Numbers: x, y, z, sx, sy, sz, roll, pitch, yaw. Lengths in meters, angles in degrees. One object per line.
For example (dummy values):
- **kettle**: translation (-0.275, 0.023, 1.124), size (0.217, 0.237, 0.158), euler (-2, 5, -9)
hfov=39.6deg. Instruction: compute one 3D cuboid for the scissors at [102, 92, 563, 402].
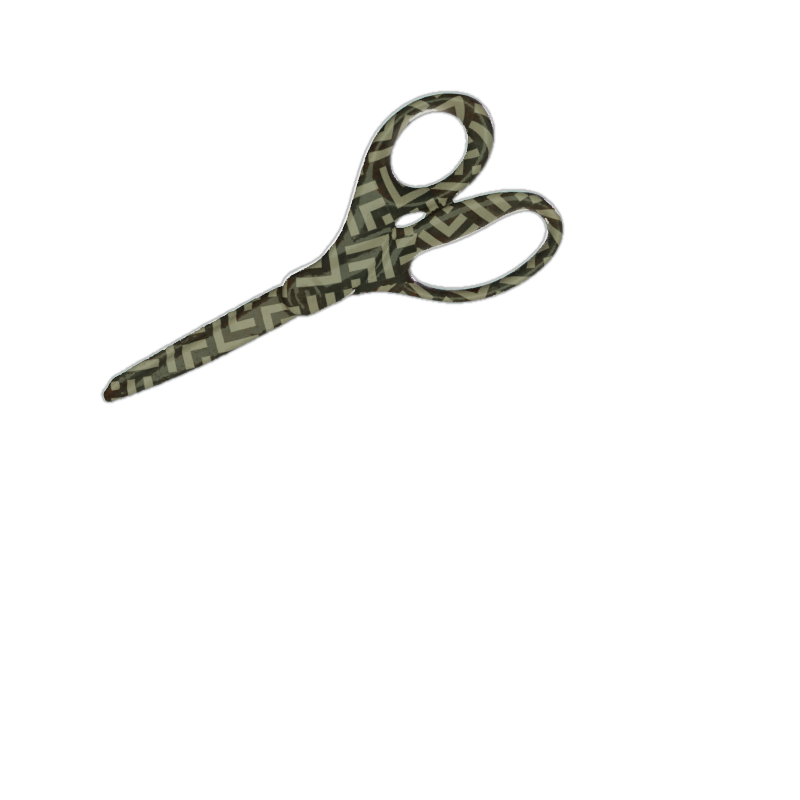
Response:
- **scissors**: translation (-0.036, -0.065, 0.454), size (0.202, 0.094, 0.016), euler (-12, 10, 2)
